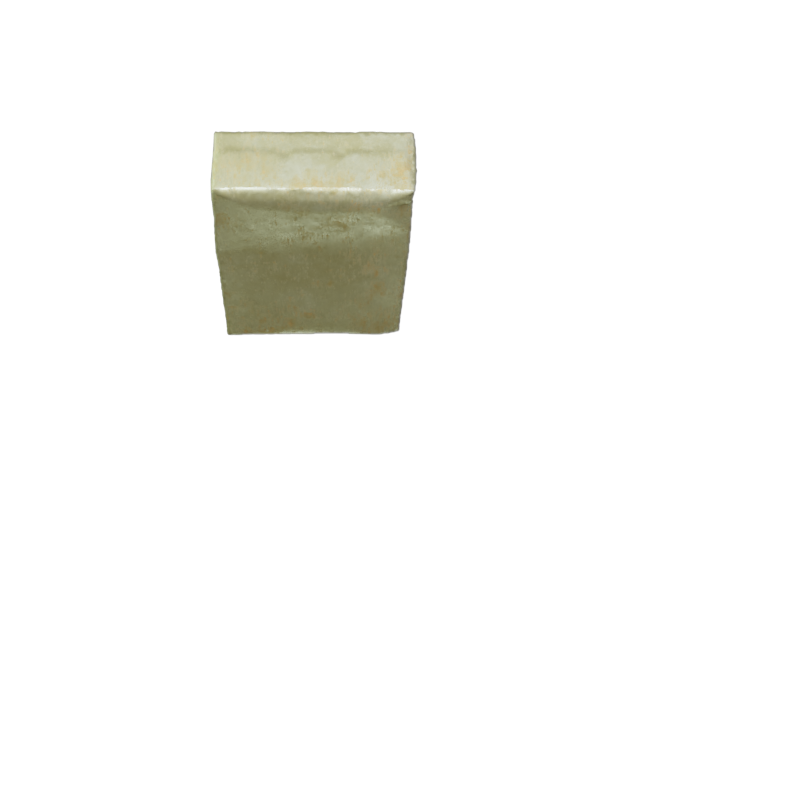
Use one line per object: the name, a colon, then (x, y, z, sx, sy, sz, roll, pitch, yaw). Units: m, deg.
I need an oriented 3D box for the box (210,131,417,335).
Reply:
box: (-0.075, -0.137, 0.959, 0.164, 0.077, 0.200, 1, -31, -2)
